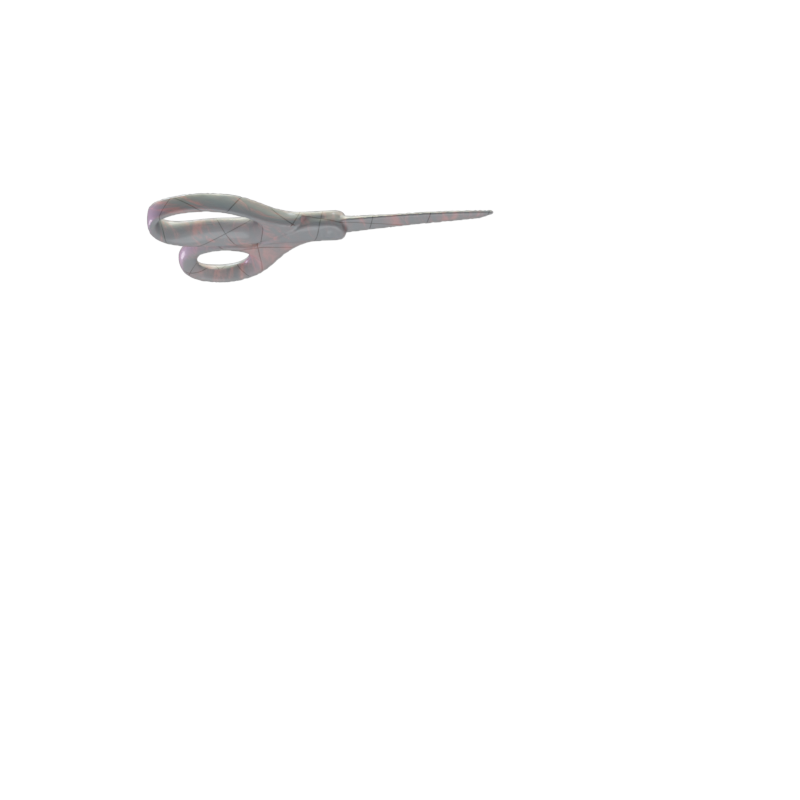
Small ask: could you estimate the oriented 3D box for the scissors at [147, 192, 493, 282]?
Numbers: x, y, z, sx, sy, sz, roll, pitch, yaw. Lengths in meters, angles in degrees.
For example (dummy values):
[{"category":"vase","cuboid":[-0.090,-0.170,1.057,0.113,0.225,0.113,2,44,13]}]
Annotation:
[{"category":"scissors","cuboid":[-0.053,-0.097,0.678,0.200,0.017,0.092,3,-25,-7]}]
